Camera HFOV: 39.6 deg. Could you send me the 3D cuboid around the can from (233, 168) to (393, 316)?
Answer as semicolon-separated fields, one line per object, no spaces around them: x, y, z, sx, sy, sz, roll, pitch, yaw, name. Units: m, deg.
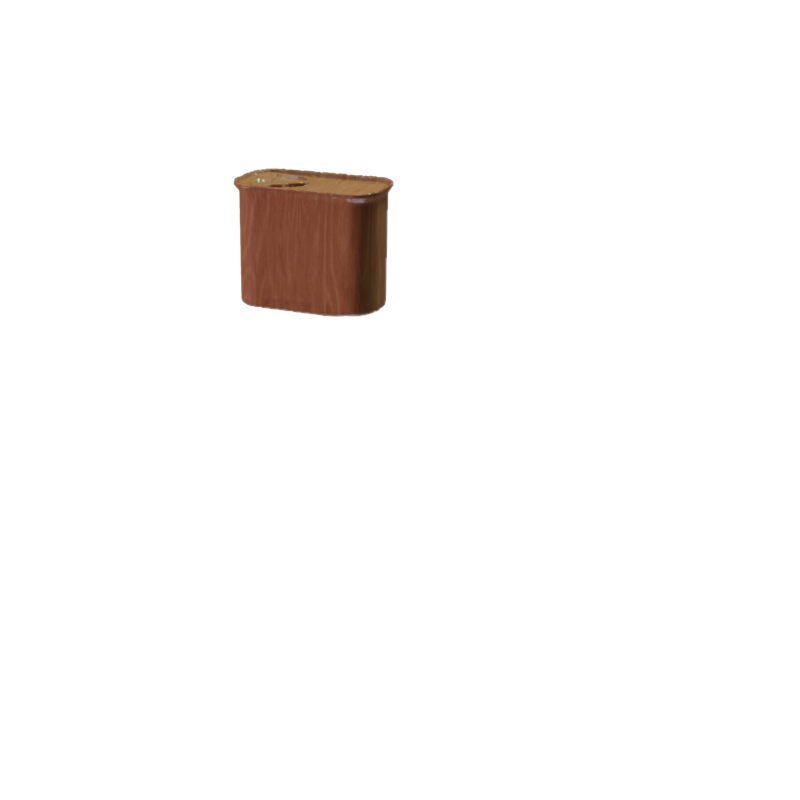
-0.057;-0.105;0.733;0.105;0.081;0.058;8;20;20;can
